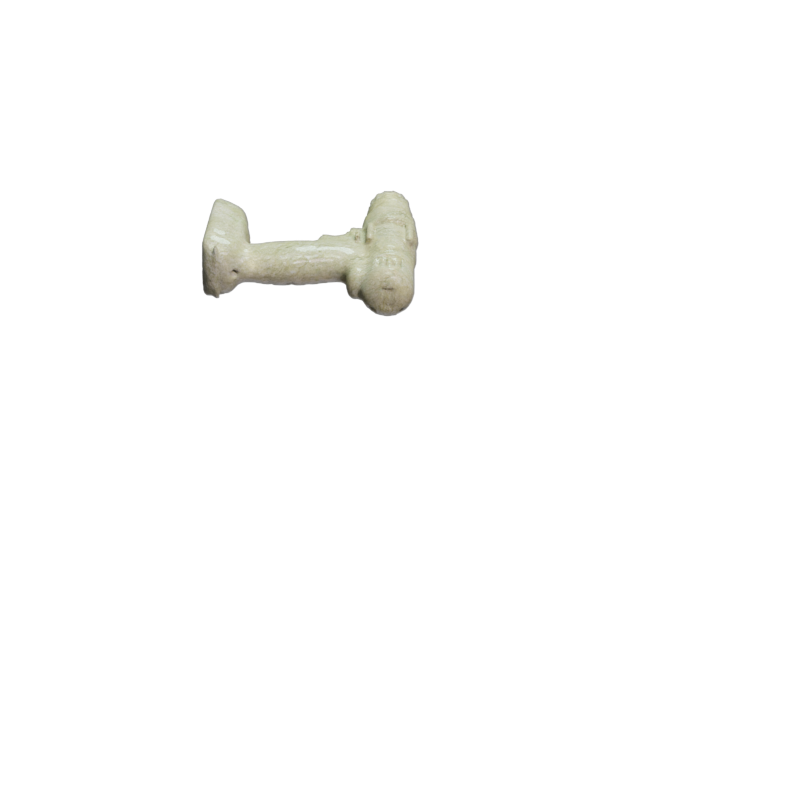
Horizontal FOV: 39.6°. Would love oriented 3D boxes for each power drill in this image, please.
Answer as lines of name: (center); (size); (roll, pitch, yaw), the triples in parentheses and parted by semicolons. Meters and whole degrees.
power drill: (-0.078, -0.141, 0.991); (0.188, 0.054, 0.195); (1, 32, 1)
